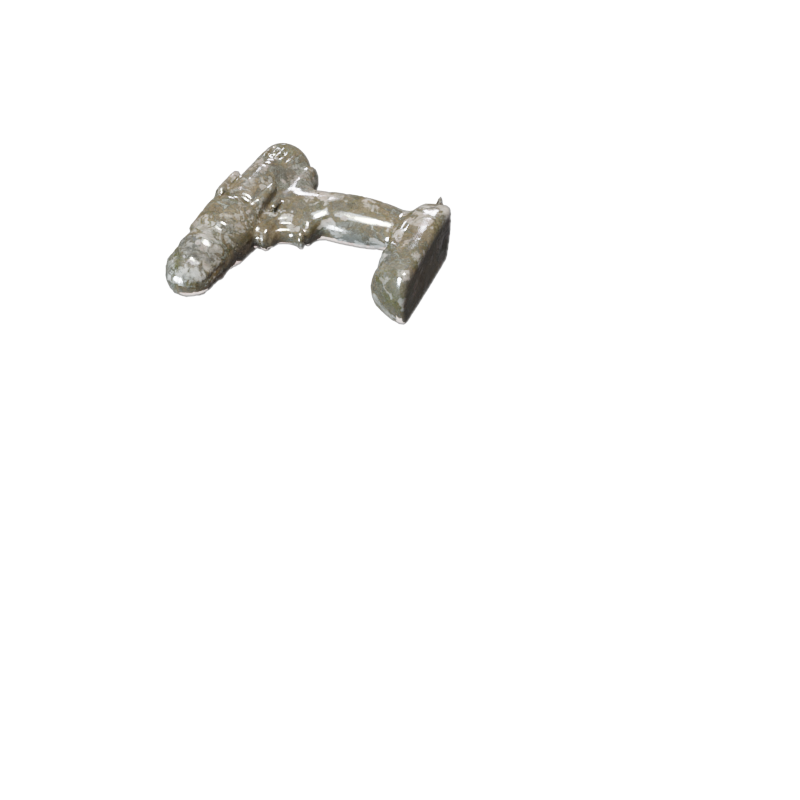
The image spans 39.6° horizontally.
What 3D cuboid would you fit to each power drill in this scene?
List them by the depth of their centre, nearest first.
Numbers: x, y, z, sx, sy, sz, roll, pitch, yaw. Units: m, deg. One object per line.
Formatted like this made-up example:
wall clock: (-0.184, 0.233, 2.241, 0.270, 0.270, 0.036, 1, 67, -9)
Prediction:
power drill: (-0.068, -0.124, 0.867, 0.195, 0.053, 0.191, 19, 49, 17)
